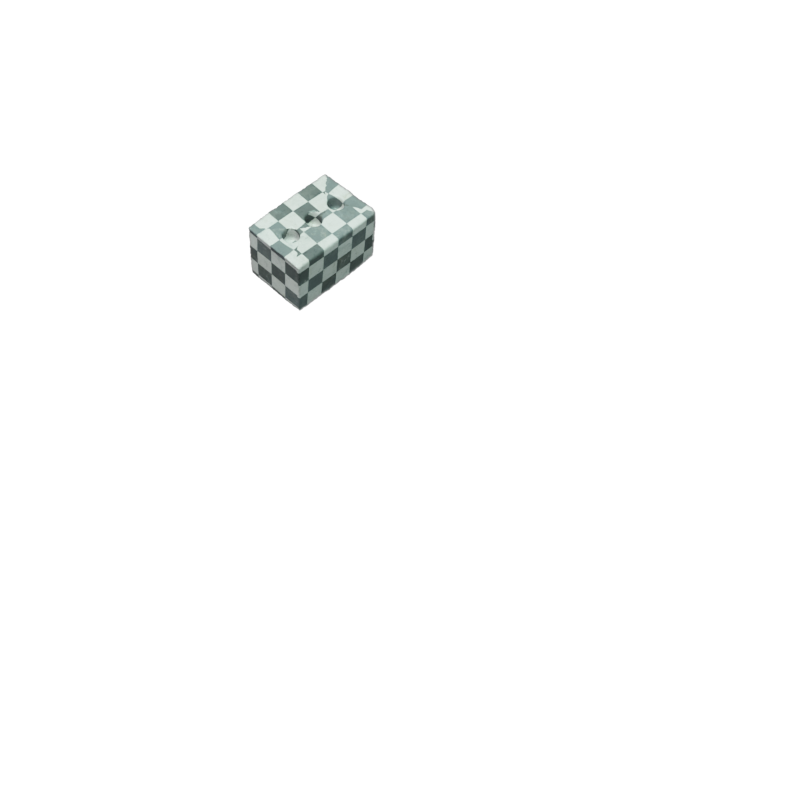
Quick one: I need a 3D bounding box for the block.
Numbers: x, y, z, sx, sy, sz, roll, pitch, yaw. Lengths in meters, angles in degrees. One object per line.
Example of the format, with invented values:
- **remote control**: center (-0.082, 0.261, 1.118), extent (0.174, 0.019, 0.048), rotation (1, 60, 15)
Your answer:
- **block**: center (-0.062, -0.113, 0.794), extent (0.056, 0.048, 0.079), rotation (38, 61, 23)
